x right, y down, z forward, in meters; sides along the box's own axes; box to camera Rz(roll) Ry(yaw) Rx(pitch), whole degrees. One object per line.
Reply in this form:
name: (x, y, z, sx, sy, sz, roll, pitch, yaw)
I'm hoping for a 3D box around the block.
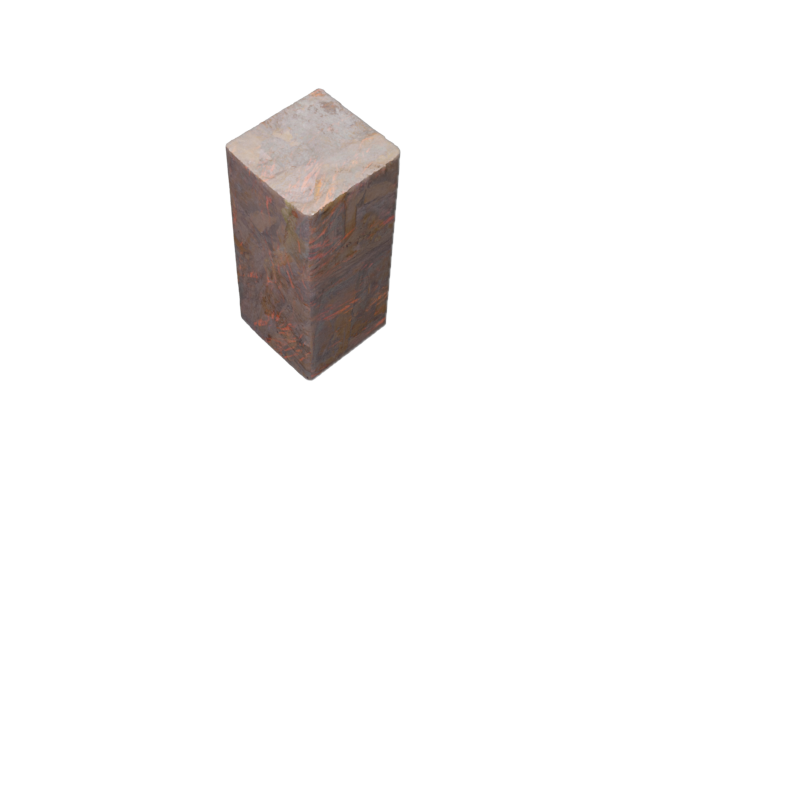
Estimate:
block: (-0.066, -0.119, 0.840, 0.091, 0.096, 0.193, -36, -25, -25)
